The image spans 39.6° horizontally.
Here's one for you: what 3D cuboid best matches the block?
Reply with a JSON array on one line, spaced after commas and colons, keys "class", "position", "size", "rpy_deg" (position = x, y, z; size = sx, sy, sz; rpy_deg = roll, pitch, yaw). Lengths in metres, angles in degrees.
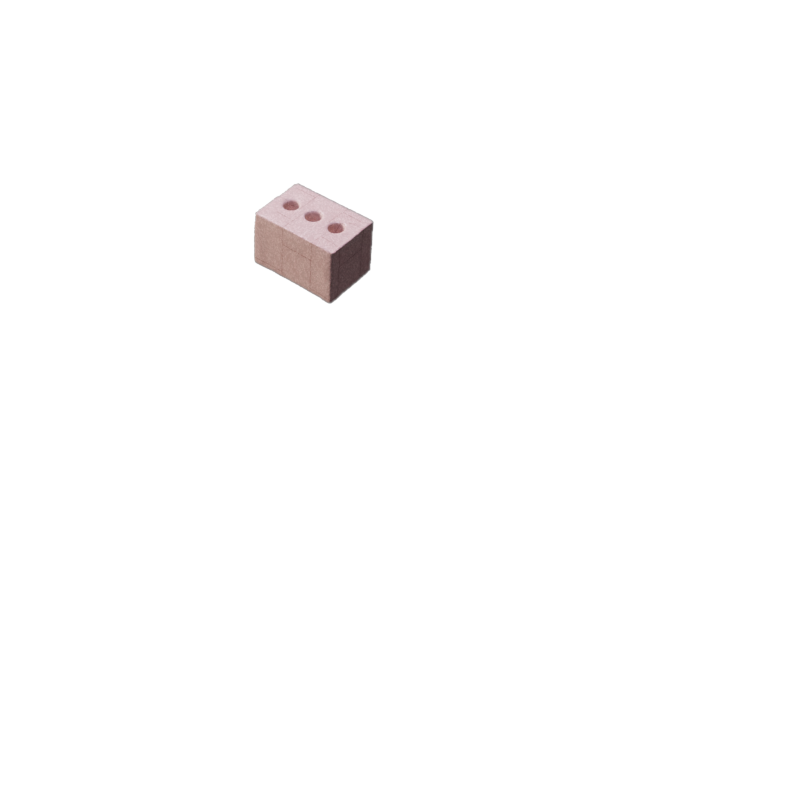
[{"class": "block", "position": [-0.066, -0.121, 0.846], "size": [0.082, 0.048, 0.053], "rpy_deg": [29, 50, 26]}]
